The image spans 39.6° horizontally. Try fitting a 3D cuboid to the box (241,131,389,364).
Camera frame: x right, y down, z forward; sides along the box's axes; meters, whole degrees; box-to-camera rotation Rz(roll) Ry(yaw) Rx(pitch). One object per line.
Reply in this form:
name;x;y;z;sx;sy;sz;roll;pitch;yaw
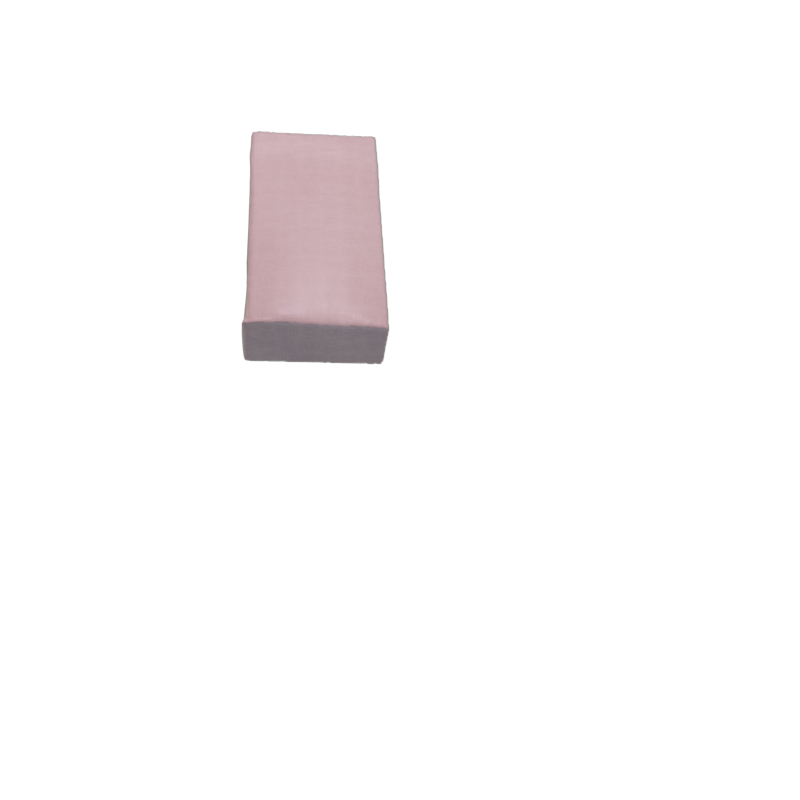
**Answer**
box;-0.059;-0.108;0.758;0.093;0.189;0.045;1;-40;-5
